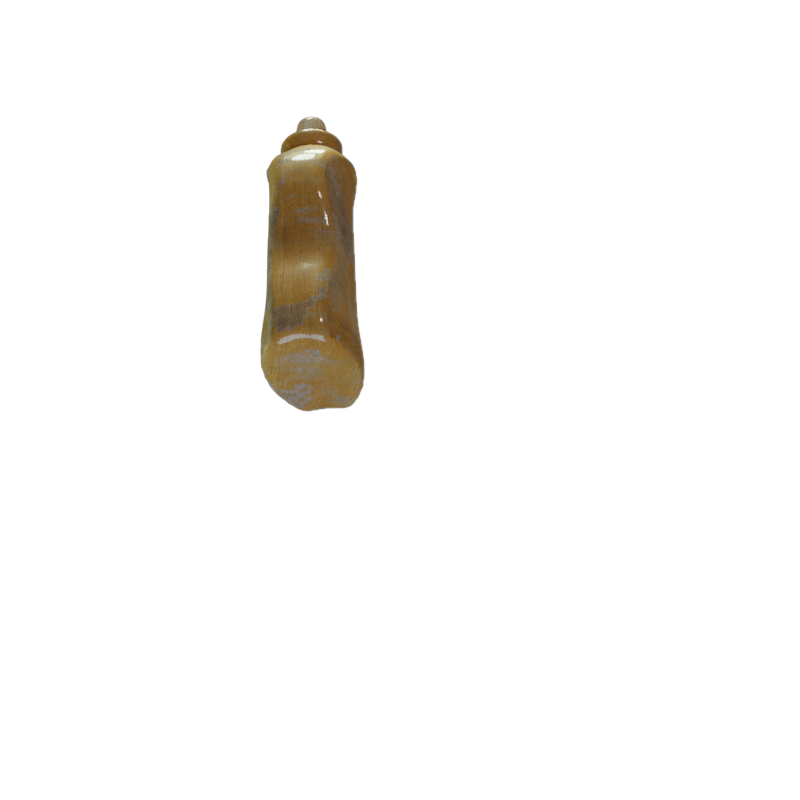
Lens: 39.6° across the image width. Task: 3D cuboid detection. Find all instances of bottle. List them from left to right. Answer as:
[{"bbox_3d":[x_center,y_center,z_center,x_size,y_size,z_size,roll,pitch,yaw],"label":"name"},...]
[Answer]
[{"bbox_3d":[-0.054,-0.098,0.686,0.059,0.205,0.089,-7,-32,8],"label":"bottle"}]
